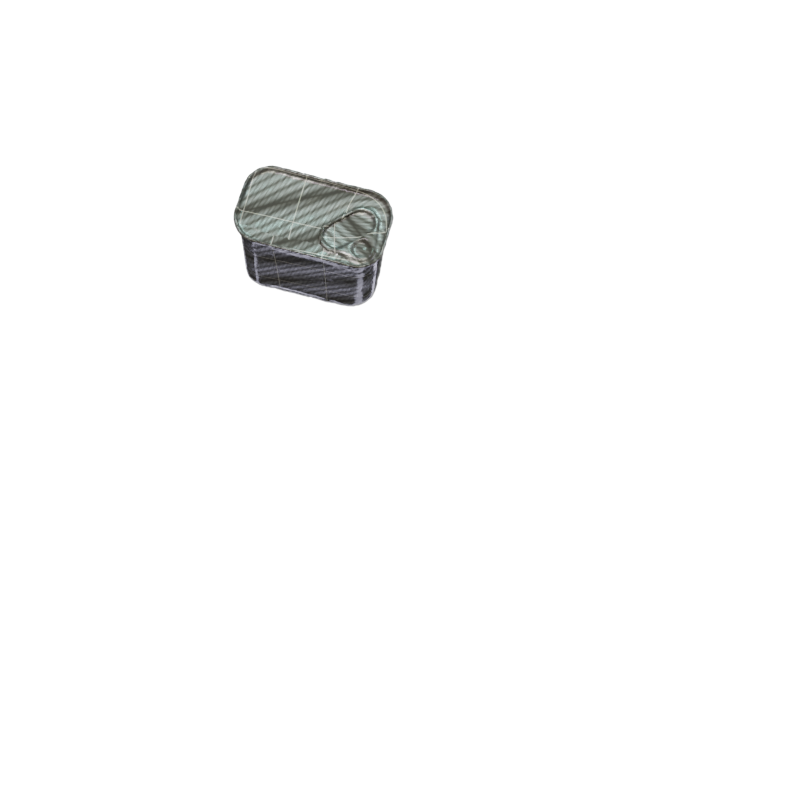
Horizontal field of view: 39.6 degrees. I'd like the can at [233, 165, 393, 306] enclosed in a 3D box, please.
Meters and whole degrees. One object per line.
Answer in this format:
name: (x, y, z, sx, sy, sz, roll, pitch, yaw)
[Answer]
can: (-0.060, -0.109, 0.763, 0.103, 0.060, 0.080, 15, -20, 4)
